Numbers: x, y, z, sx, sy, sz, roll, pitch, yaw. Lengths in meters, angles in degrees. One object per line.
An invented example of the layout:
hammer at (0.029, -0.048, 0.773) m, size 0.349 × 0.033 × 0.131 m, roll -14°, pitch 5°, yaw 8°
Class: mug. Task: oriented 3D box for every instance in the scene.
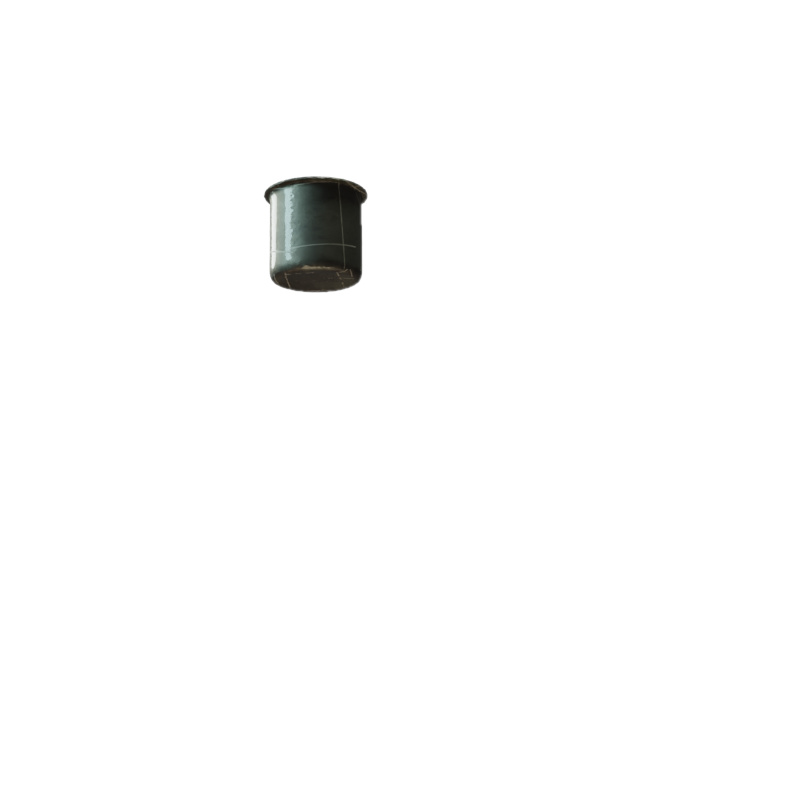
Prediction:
mug at (-0.078, -0.142, 0.994) m, size 0.091 × 0.085 × 0.115 m, roll 3°, pitch -13°, yaw -14°
